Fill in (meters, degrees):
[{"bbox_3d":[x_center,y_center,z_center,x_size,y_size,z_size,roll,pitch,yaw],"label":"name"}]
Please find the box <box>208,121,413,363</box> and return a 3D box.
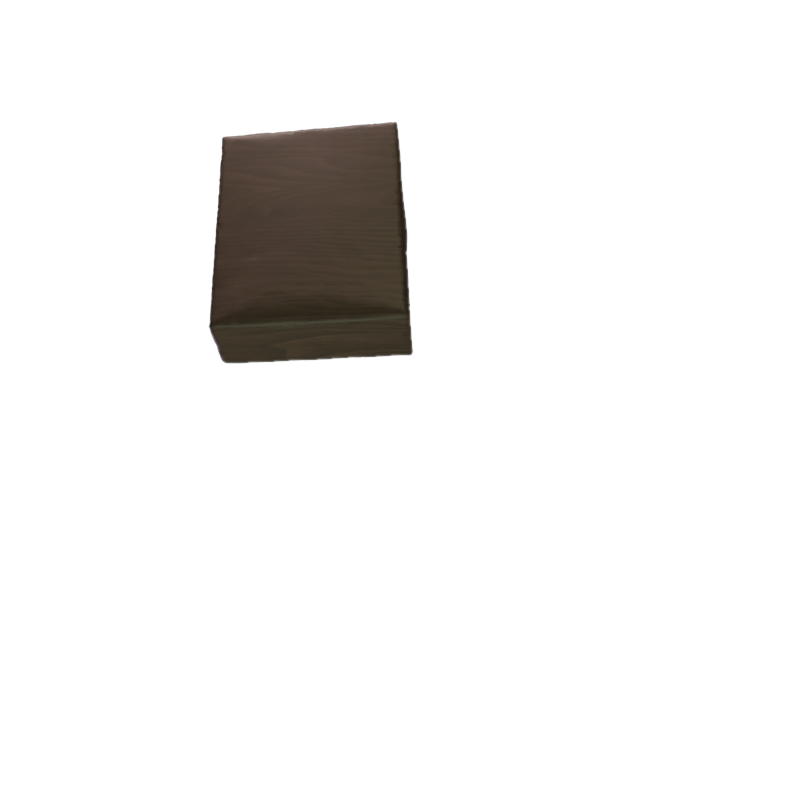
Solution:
[{"bbox_3d":[-0.076,-0.139,0.972,0.165,0.229,0.067,-5,-35,4],"label":"box"}]
